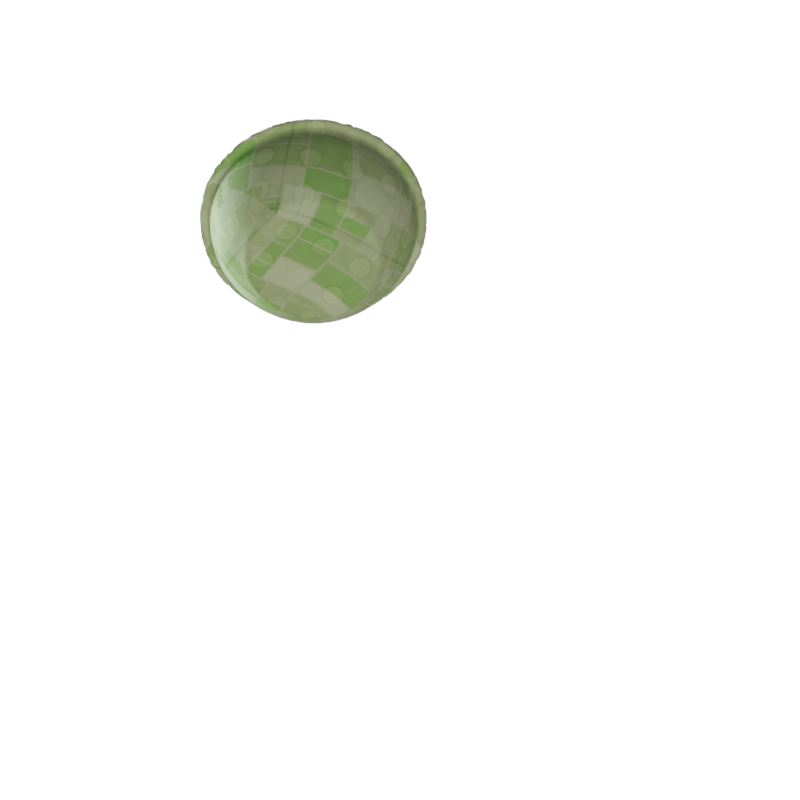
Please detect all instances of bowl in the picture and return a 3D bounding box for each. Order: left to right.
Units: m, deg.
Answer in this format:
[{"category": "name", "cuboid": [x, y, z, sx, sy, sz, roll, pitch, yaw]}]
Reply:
[{"category": "bowl", "cuboid": [-0.060, -0.109, 0.766, 0.162, 0.152, 0.059, 1, 32, -1]}]
